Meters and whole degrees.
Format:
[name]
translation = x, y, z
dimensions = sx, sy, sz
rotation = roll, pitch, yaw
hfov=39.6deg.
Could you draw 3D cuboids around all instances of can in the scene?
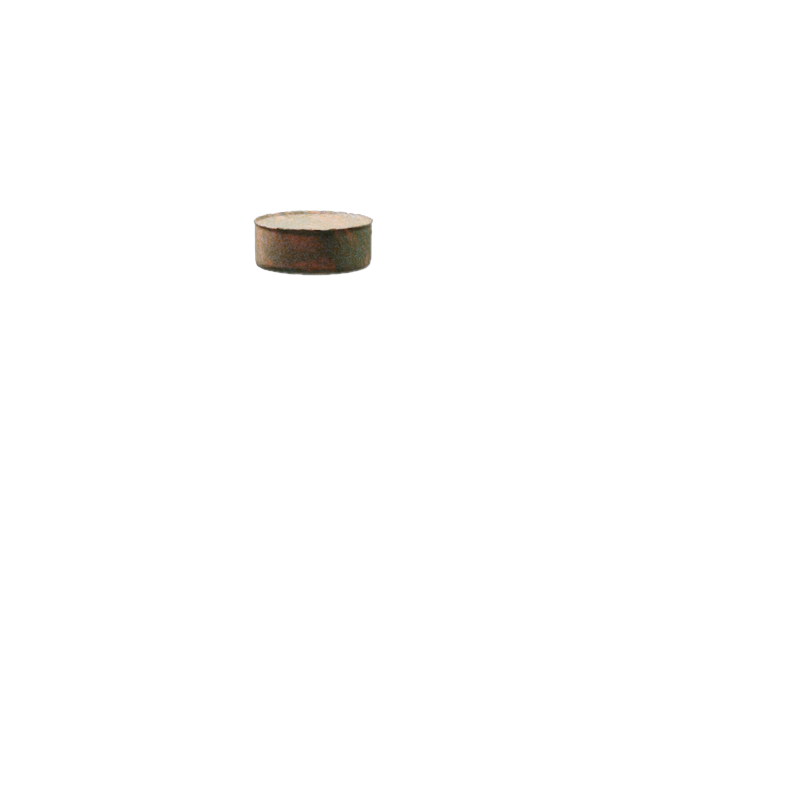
[can]
translation = -0.063, -0.114, 0.801
dimensions = 0.086, 0.032, 0.089
rotation = -1, 17, -2
